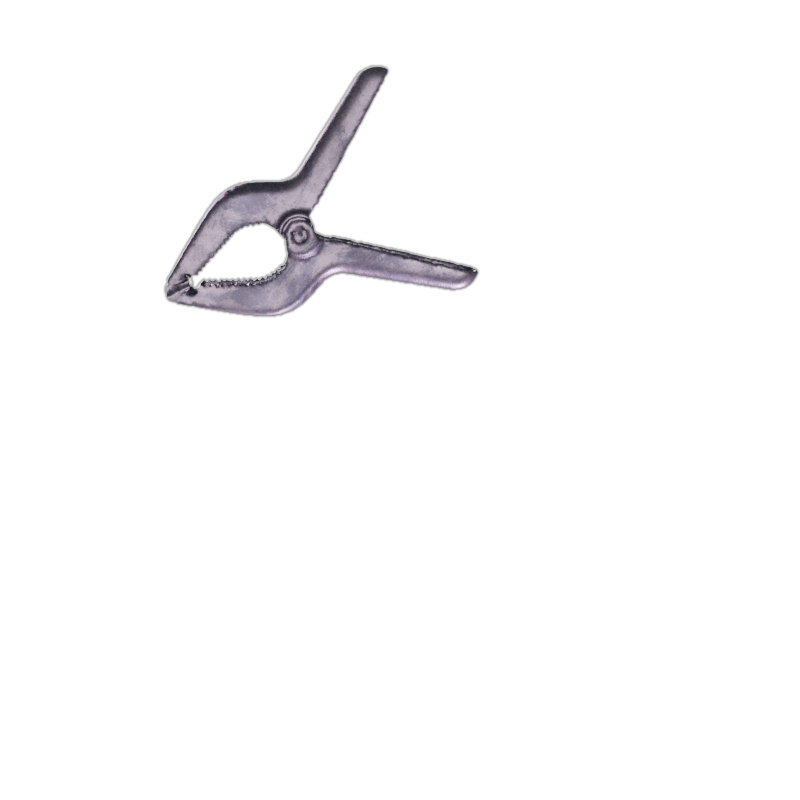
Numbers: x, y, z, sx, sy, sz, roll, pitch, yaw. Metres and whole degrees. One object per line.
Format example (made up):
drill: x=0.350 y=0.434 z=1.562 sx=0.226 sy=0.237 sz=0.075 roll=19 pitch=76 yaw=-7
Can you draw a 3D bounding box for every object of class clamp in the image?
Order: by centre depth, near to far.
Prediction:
clamp: x=-0.060 y=-0.109 z=0.766 sx=0.210 sy=0.163 sz=0.037 roll=-31 pitch=4 yaw=2
